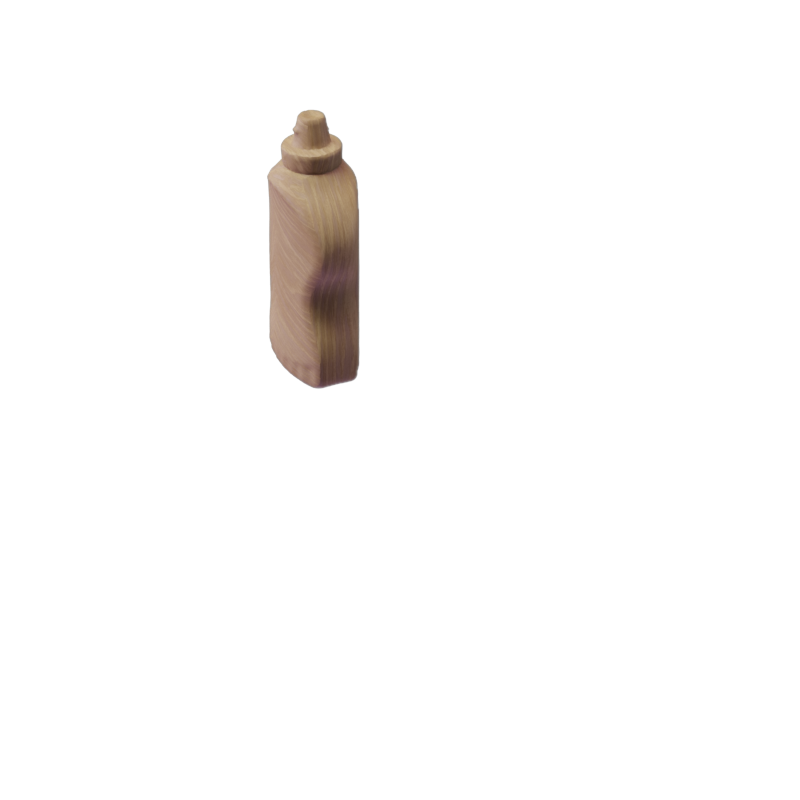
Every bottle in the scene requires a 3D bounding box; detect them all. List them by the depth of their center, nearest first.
[{"bbox_3d":[-0.061,-0.110,0.768,0.057,0.180,0.104,-10,35,-19],"label":"bottle"}]
